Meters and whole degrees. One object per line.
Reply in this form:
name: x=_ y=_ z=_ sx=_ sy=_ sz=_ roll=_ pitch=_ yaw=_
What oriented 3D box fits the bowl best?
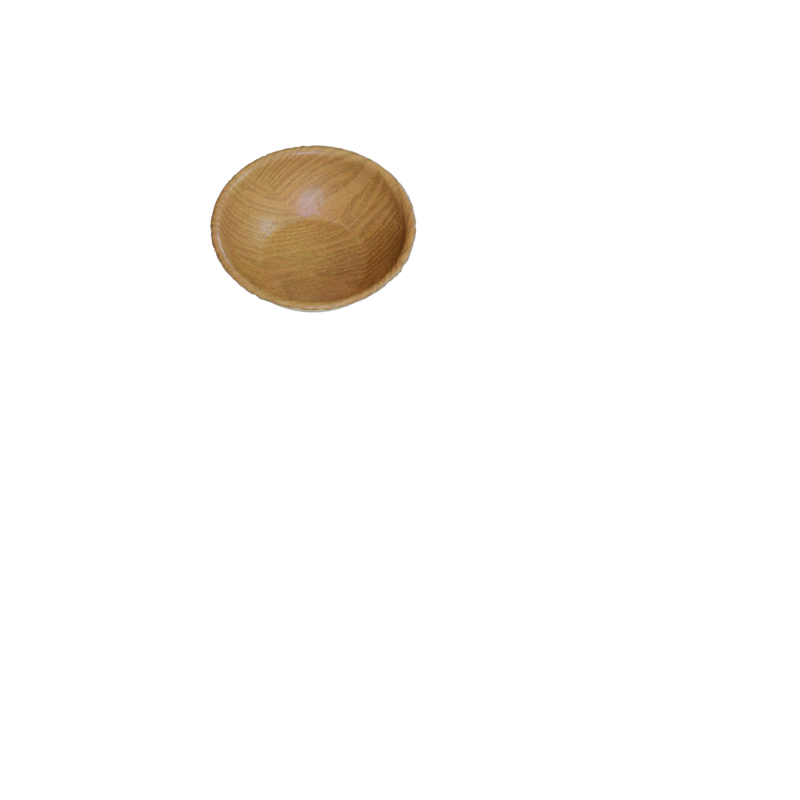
bowl: x=-0.070 y=-0.127 z=0.890 sx=0.162 sy=0.173 sz=0.051 roll=-1 pitch=-33 yaw=-1
